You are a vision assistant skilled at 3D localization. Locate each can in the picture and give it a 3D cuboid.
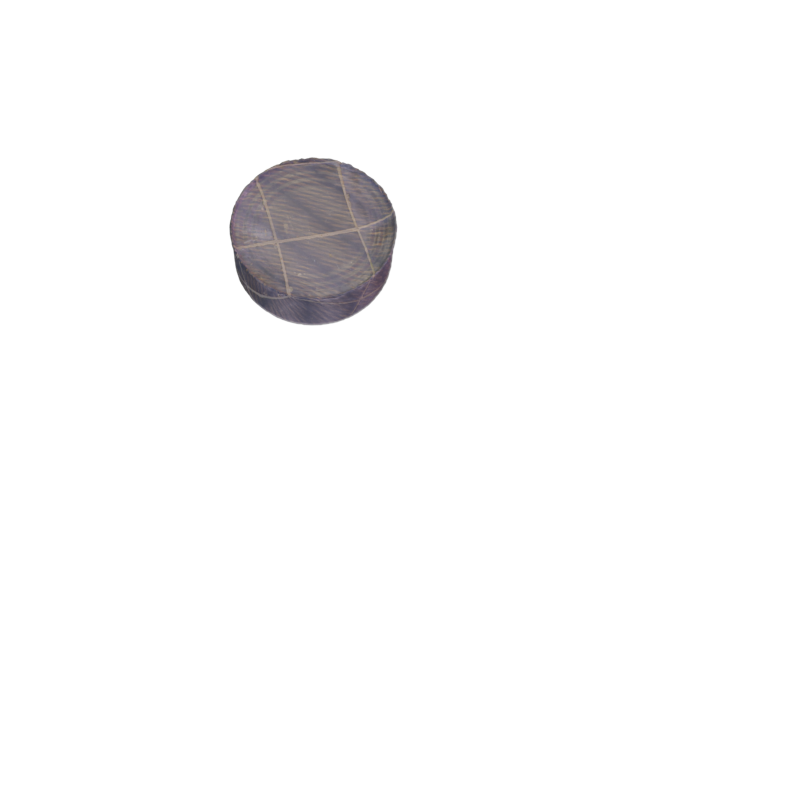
[{"bbox_3d":[-0.045,-0.083,0.581,0.086,0.091,0.032,-1,-29,-1],"label":"can"}]
